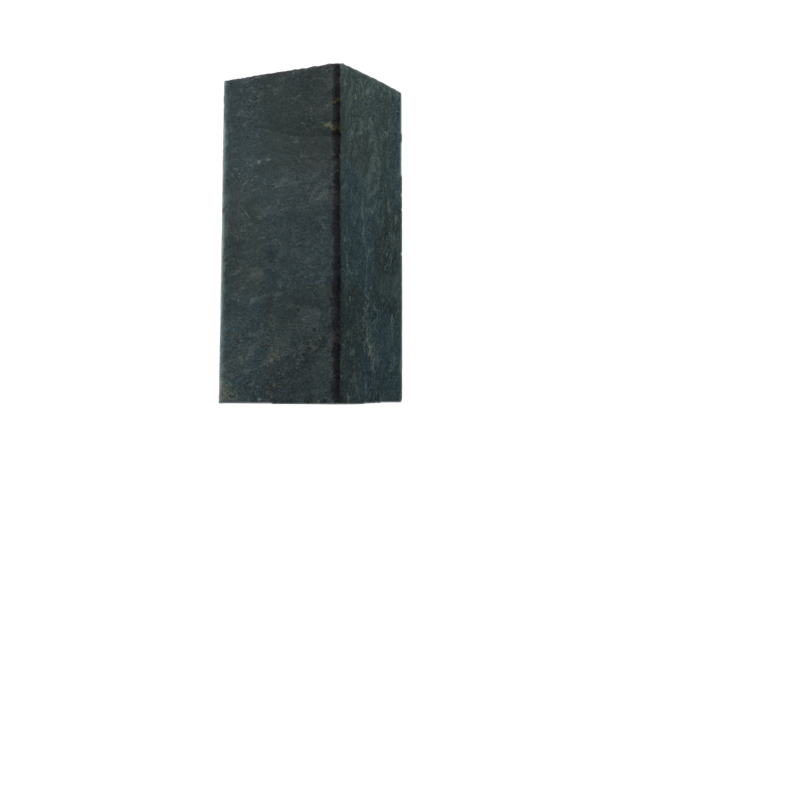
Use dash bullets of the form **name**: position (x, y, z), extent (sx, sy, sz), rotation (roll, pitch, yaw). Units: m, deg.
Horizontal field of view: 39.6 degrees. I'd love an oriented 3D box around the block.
- **block**: position (-0.056, -0.102, 0.717), extent (0.093, 0.210, 0.086), rotation (-4, -7, 28)
